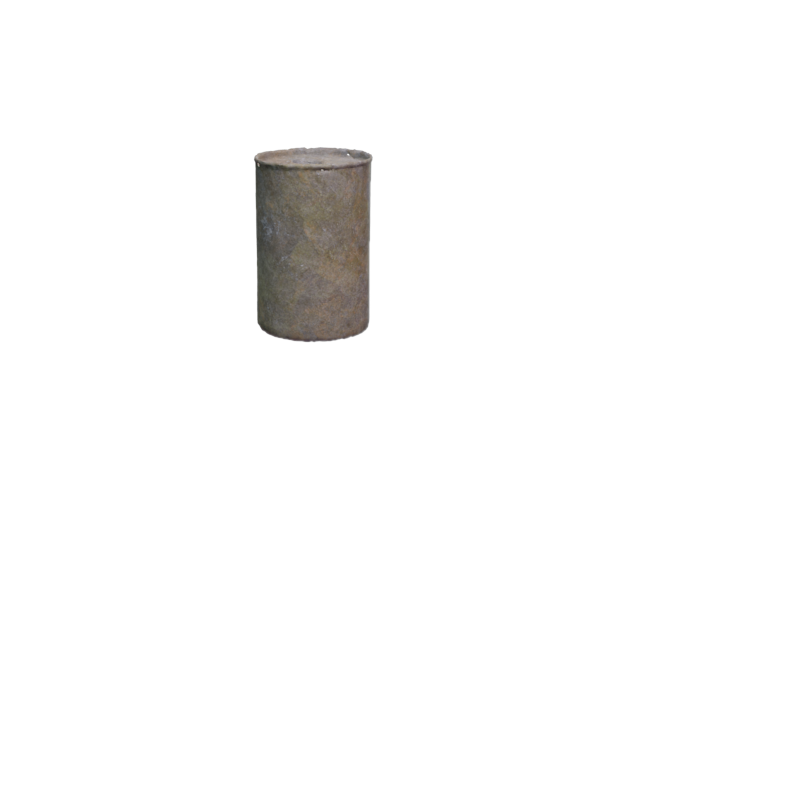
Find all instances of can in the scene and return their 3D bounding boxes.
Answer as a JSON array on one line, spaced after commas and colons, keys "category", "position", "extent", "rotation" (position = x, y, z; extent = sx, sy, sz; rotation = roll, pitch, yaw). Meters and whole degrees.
[{"category": "can", "position": [-0.051, -0.092, 0.646], "extent": [0.068, 0.099, 0.071], "rotation": [0, 15, -2]}]
